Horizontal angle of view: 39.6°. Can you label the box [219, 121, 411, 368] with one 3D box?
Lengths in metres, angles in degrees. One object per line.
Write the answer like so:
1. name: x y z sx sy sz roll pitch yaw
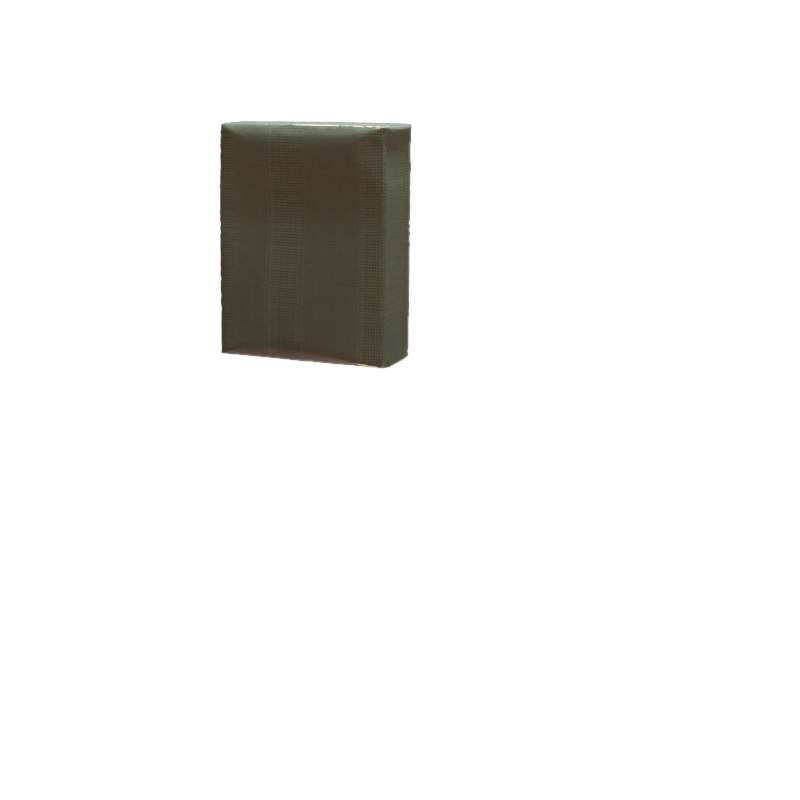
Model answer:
1. box: -0.078 -0.143 0.999 0.170 0.209 0.071 5 10 23
